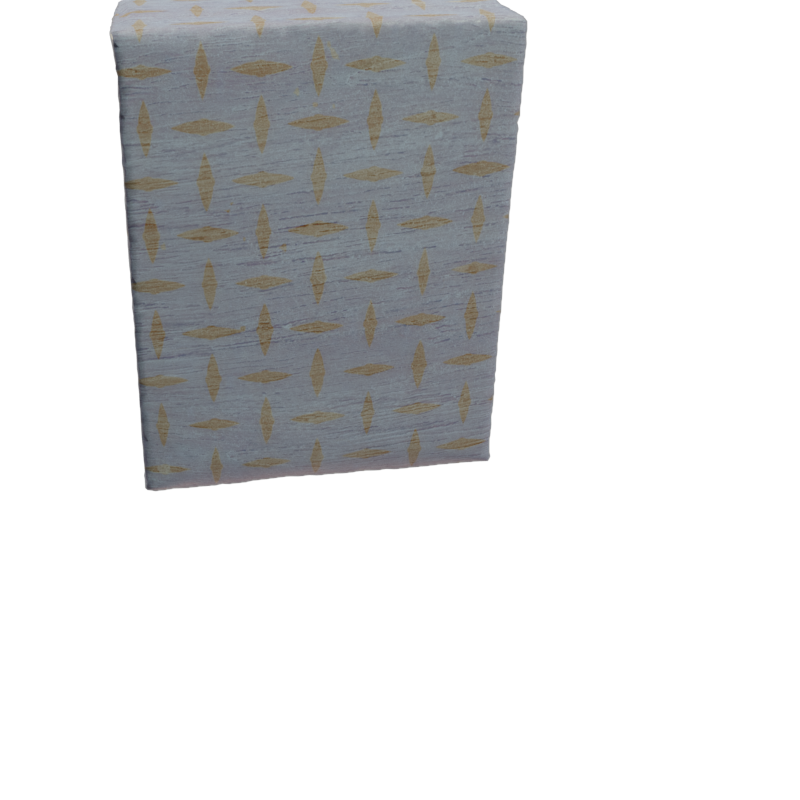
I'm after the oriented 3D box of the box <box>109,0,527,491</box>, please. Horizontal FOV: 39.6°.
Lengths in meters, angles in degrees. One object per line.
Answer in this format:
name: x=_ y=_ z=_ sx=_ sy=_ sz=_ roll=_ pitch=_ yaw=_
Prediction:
box: x=-0.039 y=-0.071 z=0.496 sx=0.162 sy=0.202 sz=0.077 roll=-3 pitch=27 yaw=-9
